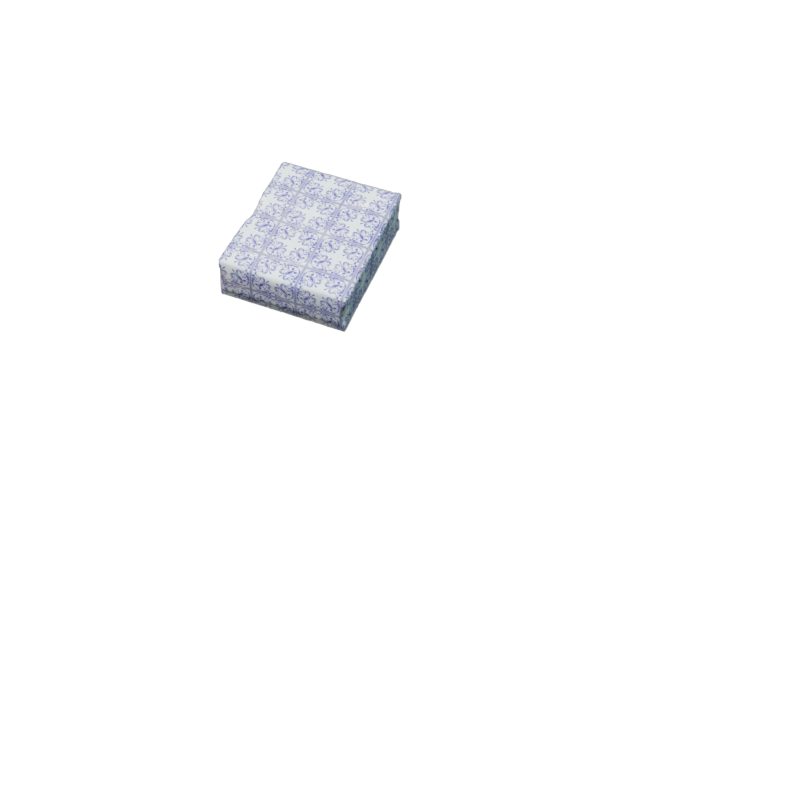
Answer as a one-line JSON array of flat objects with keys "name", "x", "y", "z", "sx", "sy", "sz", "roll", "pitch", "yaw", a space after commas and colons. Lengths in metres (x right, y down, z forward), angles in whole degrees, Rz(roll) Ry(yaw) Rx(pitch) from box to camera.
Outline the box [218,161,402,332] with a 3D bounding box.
[{"name": "box", "x": -0.047, "y": -0.087, "z": 0.606, "sx": 0.075, "sy": 0.093, "sz": 0.028, "roll": 16, "pitch": -39, "yaw": 13}]
